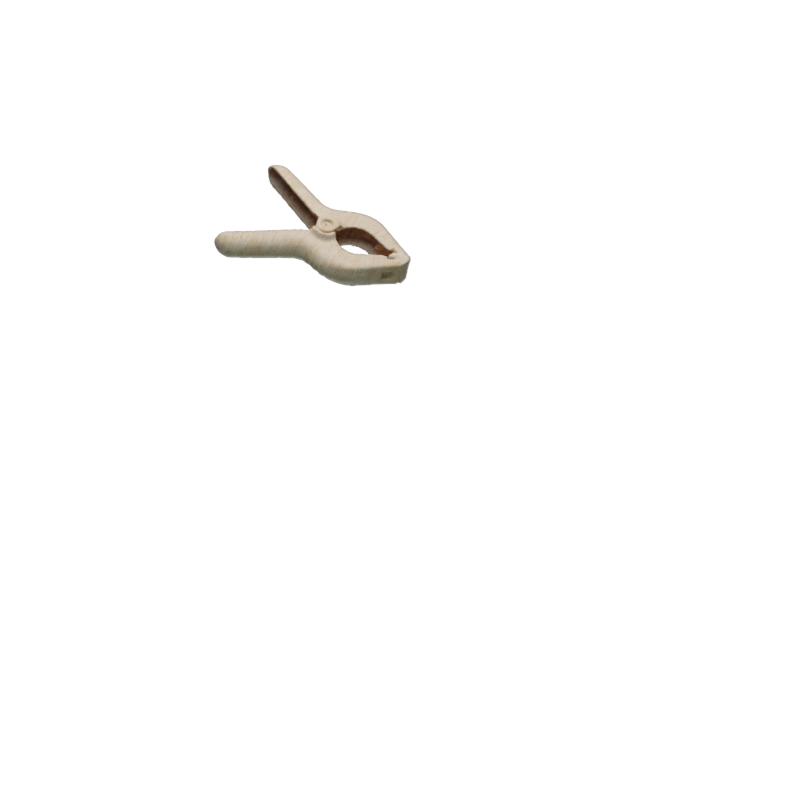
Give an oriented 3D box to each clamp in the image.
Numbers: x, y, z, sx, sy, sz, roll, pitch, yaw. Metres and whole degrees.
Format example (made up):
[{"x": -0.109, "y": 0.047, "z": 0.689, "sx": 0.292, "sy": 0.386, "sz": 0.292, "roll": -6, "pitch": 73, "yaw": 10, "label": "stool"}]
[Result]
[{"x": -0.078, "y": -0.143, "z": 0.998, "sx": 0.179, "sy": 0.123, "sz": 0.037, "roll": 28, "pitch": -32, "yaw": 19, "label": "clamp"}]
